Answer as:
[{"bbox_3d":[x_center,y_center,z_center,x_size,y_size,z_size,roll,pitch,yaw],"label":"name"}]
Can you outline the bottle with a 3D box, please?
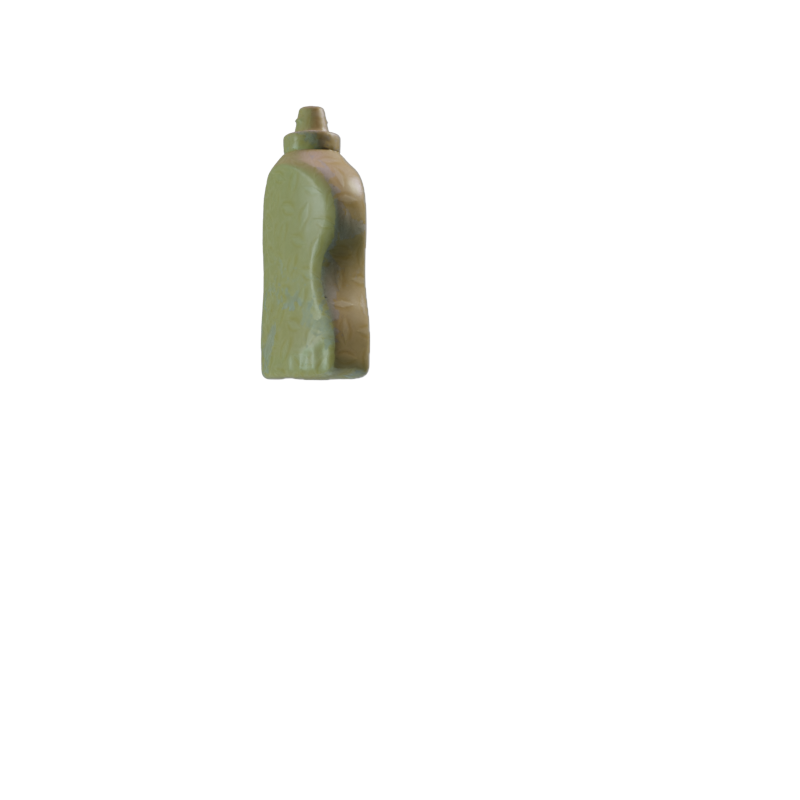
[{"bbox_3d":[-0.061,-0.111,0.777,0.056,0.195,0.098,4,-8,-33],"label":"bottle"}]
